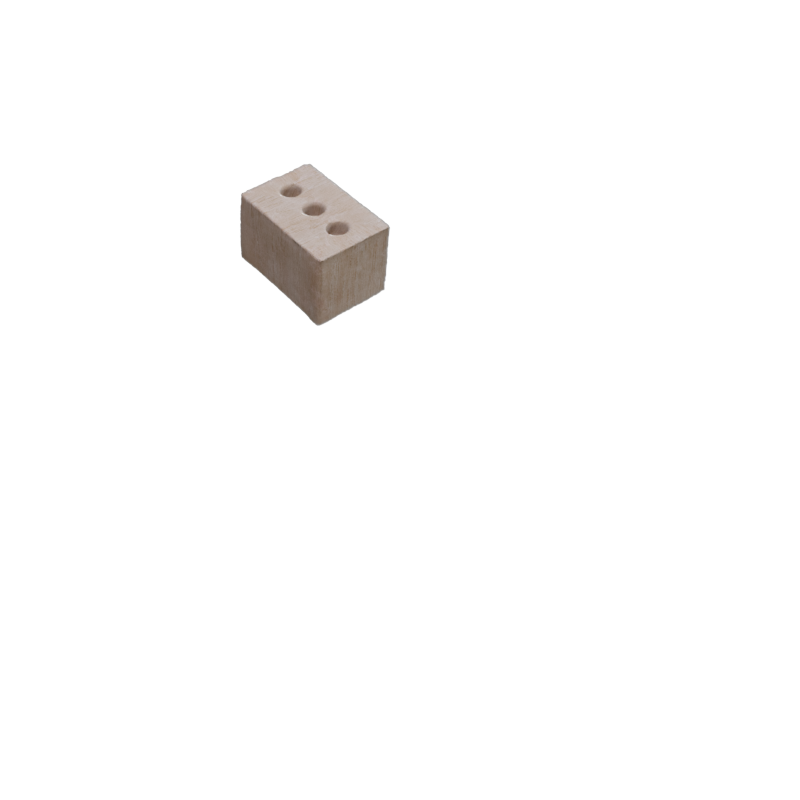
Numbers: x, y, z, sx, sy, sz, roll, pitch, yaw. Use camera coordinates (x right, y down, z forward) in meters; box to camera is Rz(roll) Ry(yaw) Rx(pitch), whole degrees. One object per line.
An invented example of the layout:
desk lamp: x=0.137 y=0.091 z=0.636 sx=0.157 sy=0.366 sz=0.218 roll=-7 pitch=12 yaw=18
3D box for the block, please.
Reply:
block: x=-0.051 y=-0.092 z=0.647 sx=0.053 sy=0.048 sz=0.084 roll=-29 pitch=52 yaw=-28
